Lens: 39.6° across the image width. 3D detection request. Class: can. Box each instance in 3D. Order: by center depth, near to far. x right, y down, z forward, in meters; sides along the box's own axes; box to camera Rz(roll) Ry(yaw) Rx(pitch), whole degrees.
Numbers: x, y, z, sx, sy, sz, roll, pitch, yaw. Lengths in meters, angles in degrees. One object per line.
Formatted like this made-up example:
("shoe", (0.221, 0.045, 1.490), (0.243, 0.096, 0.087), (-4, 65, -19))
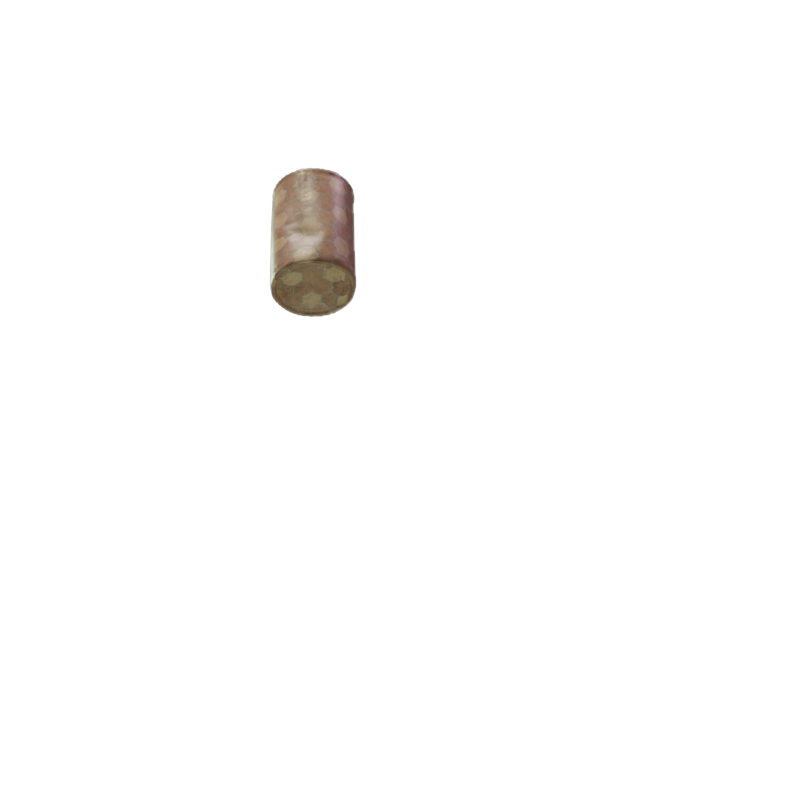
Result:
("can", (-0.069, -0.126, 0.879), (0.068, 0.110, 0.064), (-1, -40, -3))
